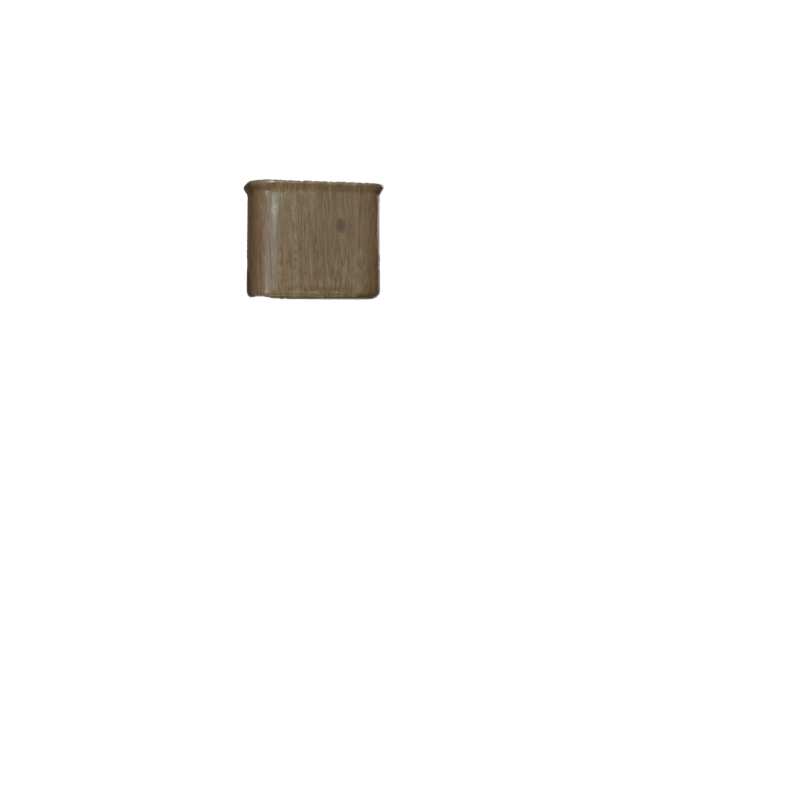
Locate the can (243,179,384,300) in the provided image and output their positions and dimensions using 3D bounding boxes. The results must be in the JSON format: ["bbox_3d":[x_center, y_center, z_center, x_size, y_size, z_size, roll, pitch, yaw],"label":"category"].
[{"bbox_3d":[-0.064,-0.117,0.819,0.100,0.085,0.058,0,-3,-13],"label":"can"}]
